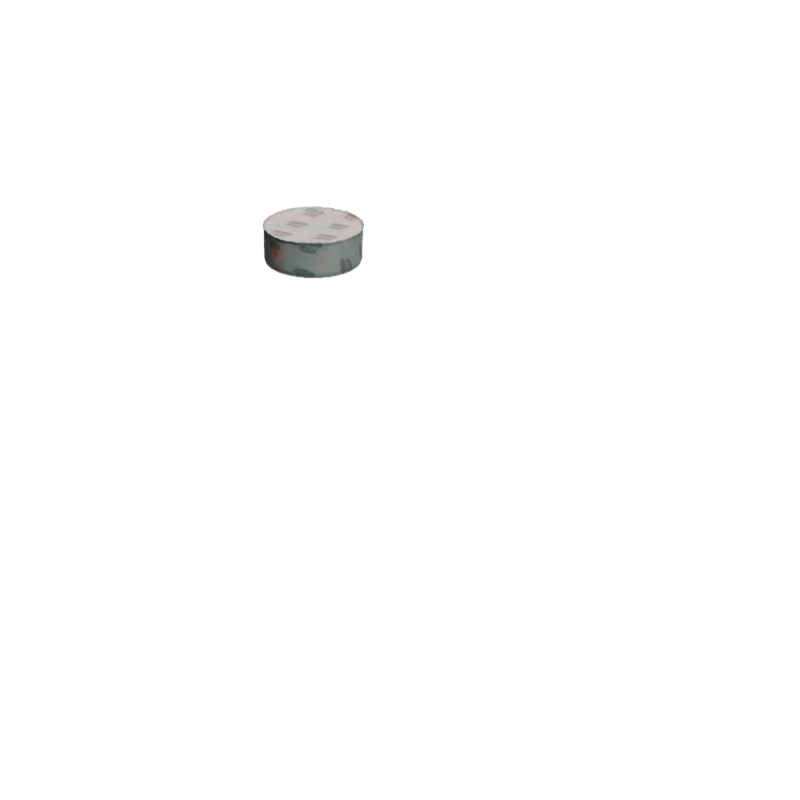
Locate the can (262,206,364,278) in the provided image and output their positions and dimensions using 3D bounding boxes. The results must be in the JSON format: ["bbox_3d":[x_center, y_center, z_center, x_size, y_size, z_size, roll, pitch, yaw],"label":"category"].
[{"bbox_3d":[-0.074,-0.135,0.944,0.086,0.032,0.091,-1,28,-2],"label":"can"}]
